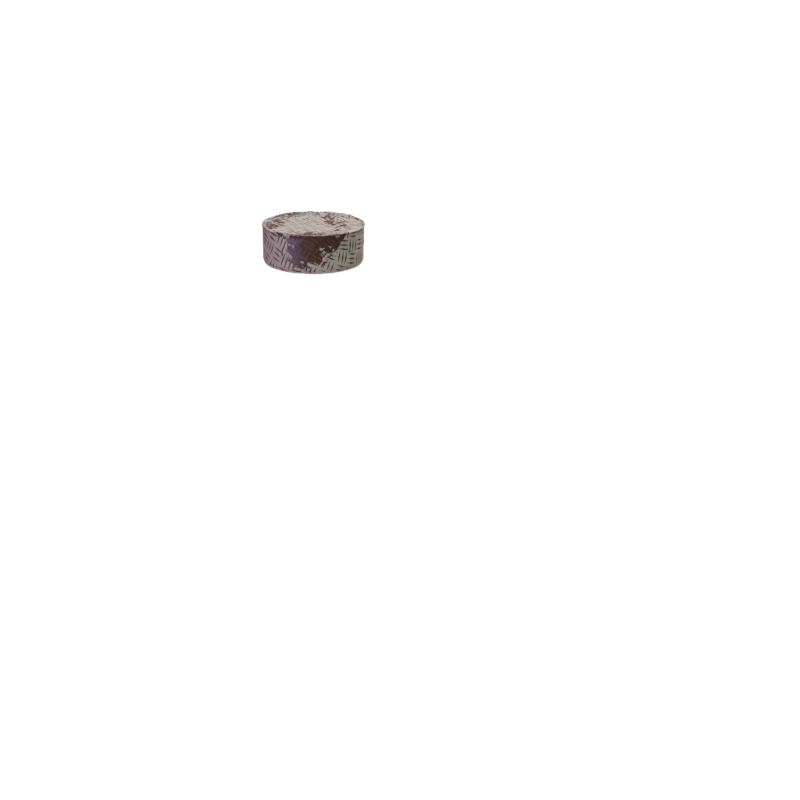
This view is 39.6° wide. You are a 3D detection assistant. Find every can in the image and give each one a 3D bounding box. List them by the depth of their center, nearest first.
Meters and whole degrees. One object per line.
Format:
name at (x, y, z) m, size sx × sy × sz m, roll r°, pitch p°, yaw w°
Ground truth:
can at (-0.072, -0.132, 0.926) m, size 0.086 × 0.032 × 0.090 m, roll -1°, pitch 21°, yaw -2°
